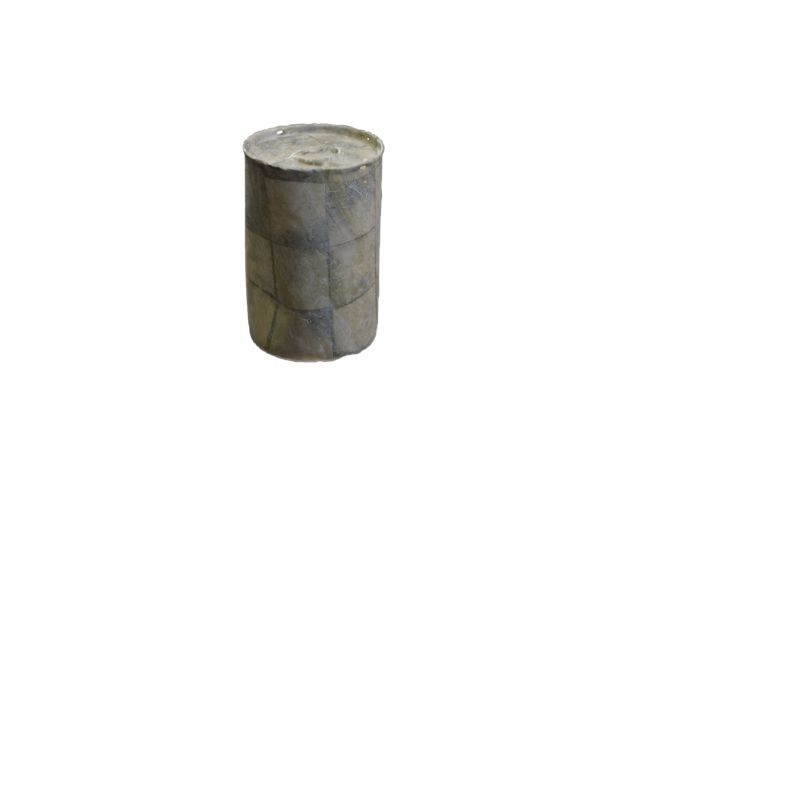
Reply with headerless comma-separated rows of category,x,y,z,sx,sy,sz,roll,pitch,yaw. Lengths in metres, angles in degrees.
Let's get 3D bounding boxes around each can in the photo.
can,-0.043,-0.078,0.548,0.068,0.097,0.072,0,26,-2
